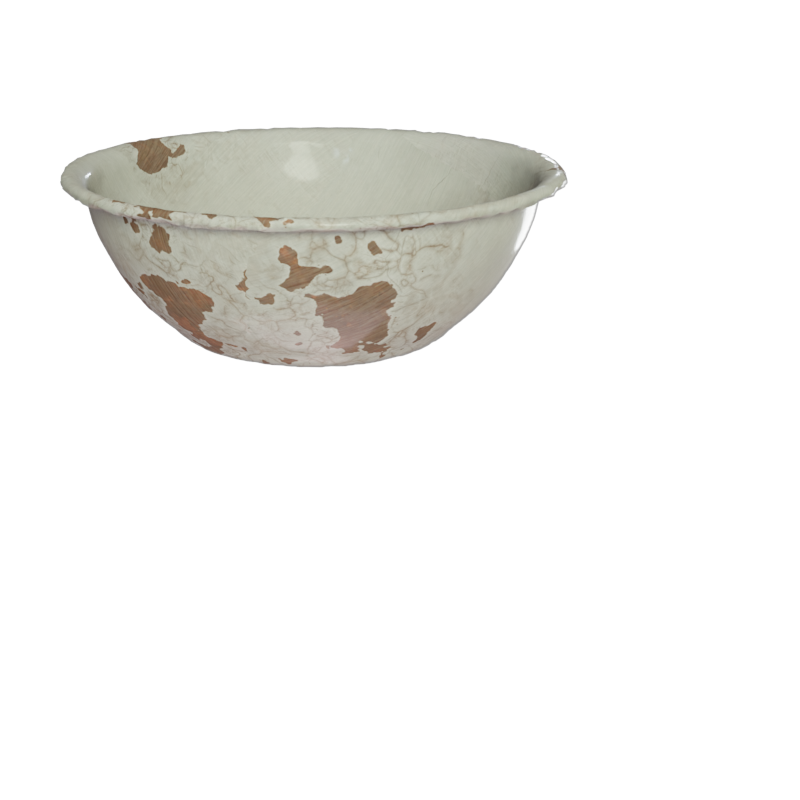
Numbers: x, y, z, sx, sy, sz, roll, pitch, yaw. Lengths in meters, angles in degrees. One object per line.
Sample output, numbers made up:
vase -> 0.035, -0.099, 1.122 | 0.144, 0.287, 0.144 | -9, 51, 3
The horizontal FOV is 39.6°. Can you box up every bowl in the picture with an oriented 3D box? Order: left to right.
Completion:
bowl -> -0.029, -0.052, 0.368 | 0.162, 0.053, 0.169 | -1, 22, -2
